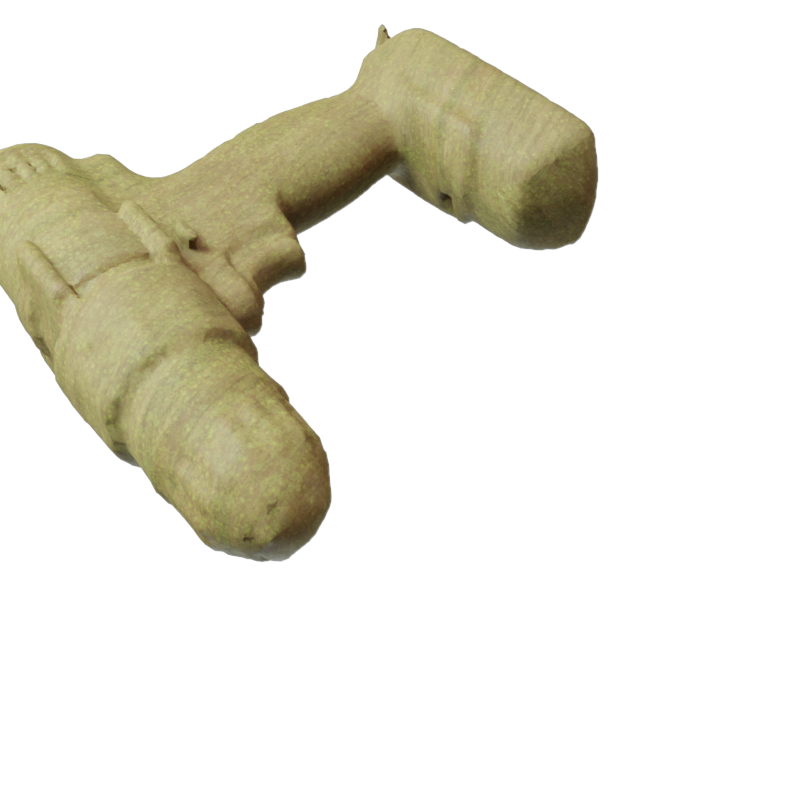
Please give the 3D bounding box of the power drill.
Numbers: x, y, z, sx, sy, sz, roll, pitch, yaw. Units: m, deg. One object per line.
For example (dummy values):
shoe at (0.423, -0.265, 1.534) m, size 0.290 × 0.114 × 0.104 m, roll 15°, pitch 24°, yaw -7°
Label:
power drill at (-0.028, -0.051, 0.359) m, size 0.187 × 0.053 × 0.199 m, roll -27°, pitch 50°, yaw -26°
